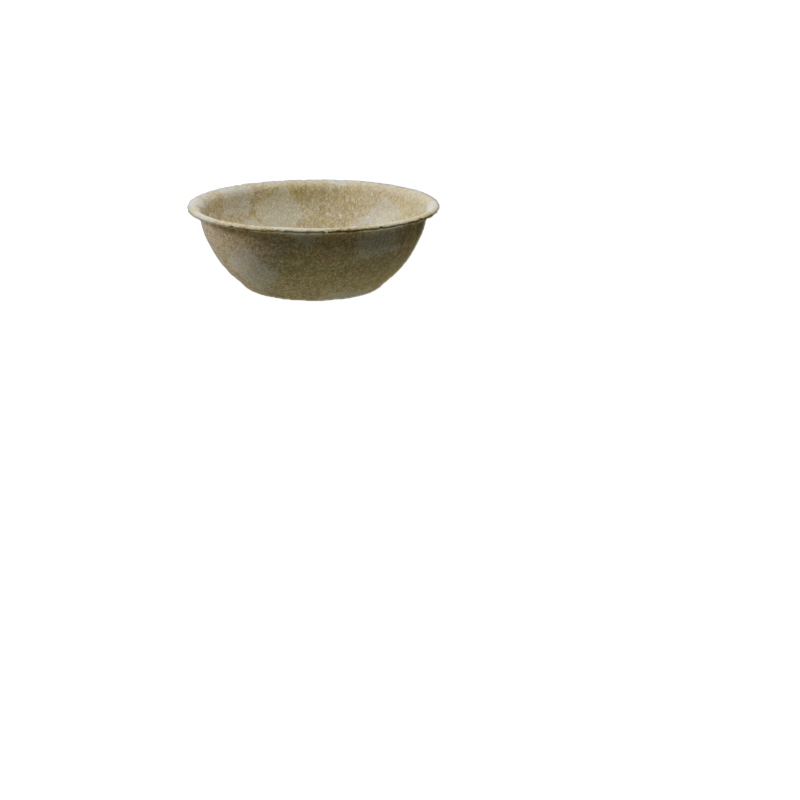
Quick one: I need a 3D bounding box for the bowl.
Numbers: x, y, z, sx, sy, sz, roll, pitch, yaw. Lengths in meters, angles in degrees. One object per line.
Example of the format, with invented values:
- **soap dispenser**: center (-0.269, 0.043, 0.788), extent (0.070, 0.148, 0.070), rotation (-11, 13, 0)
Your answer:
- **bowl**: center (-0.056, -0.103, 0.719), extent (0.162, 0.053, 0.169), rotation (-1, 20, -2)
